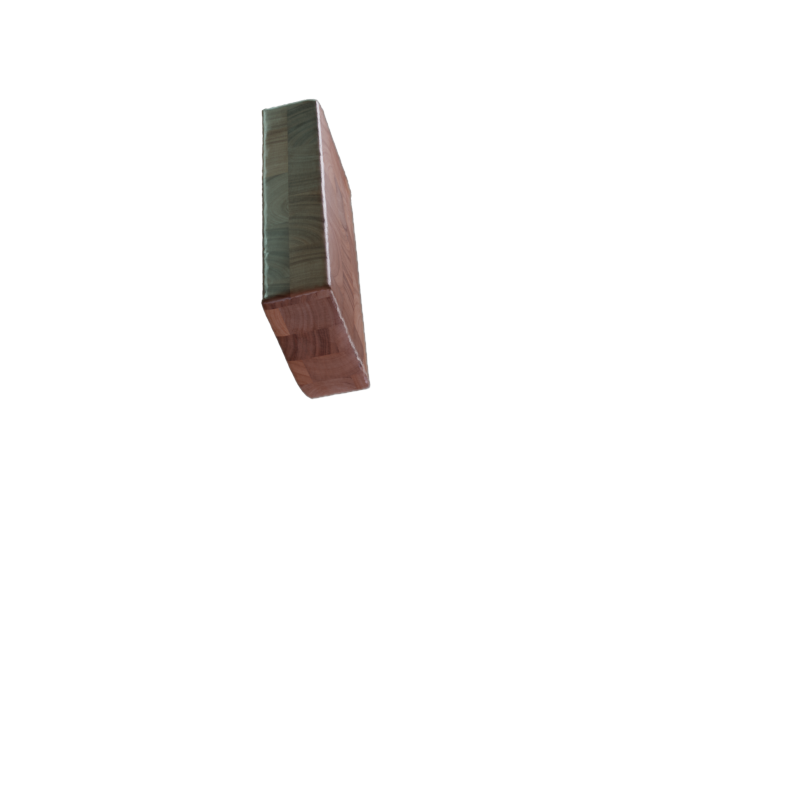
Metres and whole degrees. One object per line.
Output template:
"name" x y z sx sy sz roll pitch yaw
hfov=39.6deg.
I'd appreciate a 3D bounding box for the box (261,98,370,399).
"box" -0.053 -0.098 0.685 0.048 0.189 0.086 -11 -42 8
